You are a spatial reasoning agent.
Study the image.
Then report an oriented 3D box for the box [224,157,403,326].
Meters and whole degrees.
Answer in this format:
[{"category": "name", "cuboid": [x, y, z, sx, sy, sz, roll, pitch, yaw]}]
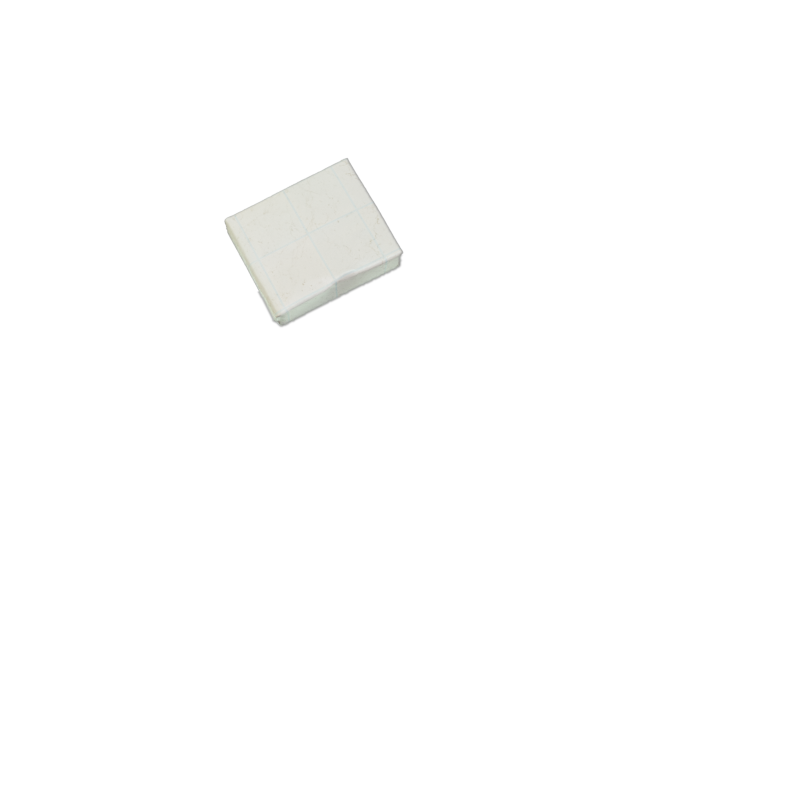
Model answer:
[{"category": "box", "cuboid": [-0.054, -0.099, 0.691, 0.089, 0.077, 0.029, -27, -17, -10]}]
